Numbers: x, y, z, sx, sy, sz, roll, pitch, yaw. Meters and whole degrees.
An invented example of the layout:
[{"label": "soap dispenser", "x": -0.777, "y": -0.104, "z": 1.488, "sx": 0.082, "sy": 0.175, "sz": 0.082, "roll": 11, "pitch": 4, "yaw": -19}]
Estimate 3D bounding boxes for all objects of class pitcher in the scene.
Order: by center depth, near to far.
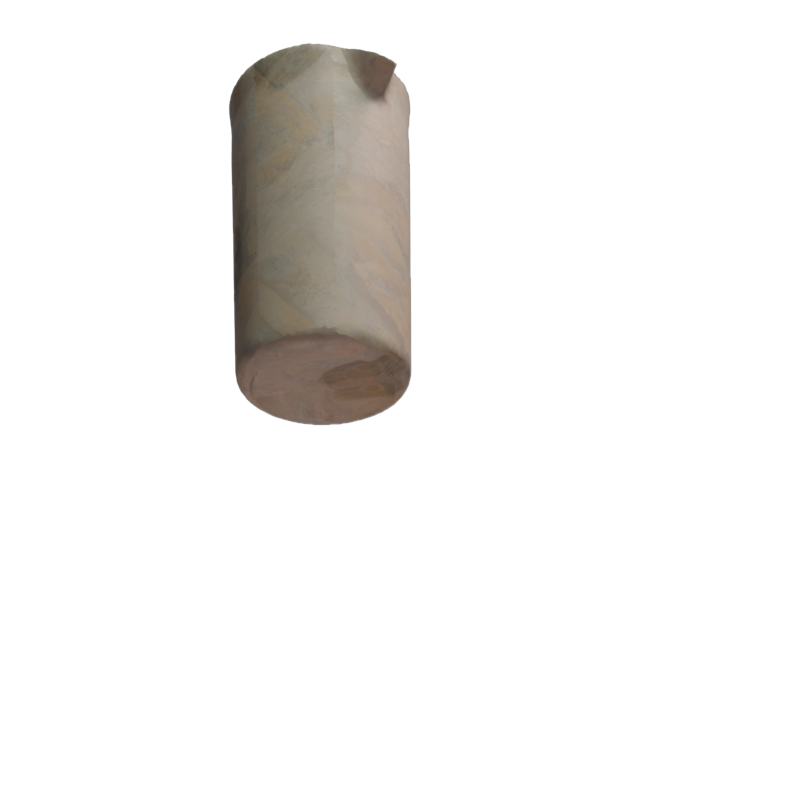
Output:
[{"label": "pitcher", "x": -0.059, "y": -0.107, "z": 0.752, "sx": 0.146, "sy": 0.260, "sz": 0.138, "roll": -6, "pitch": -34, "yaw": 6}]
